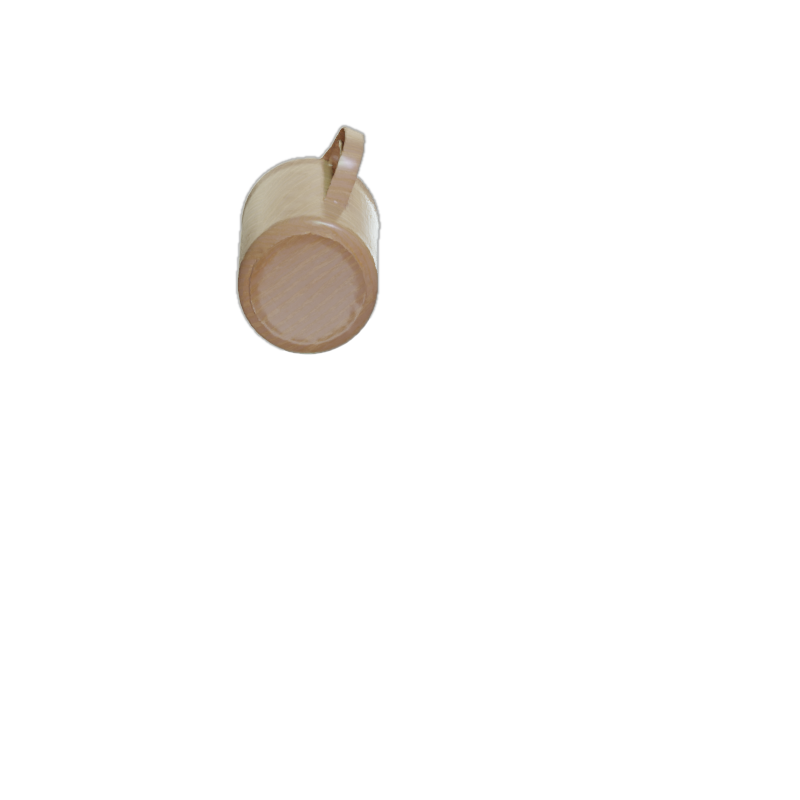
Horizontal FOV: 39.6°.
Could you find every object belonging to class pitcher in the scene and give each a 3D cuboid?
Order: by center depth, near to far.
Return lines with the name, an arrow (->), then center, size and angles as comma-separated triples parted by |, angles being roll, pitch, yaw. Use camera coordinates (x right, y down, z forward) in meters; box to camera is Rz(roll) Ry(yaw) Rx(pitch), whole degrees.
pitcher -> -0.074, -0.135, 0.947 | 0.145, 0.143, 0.253 | -20, 18, 3
